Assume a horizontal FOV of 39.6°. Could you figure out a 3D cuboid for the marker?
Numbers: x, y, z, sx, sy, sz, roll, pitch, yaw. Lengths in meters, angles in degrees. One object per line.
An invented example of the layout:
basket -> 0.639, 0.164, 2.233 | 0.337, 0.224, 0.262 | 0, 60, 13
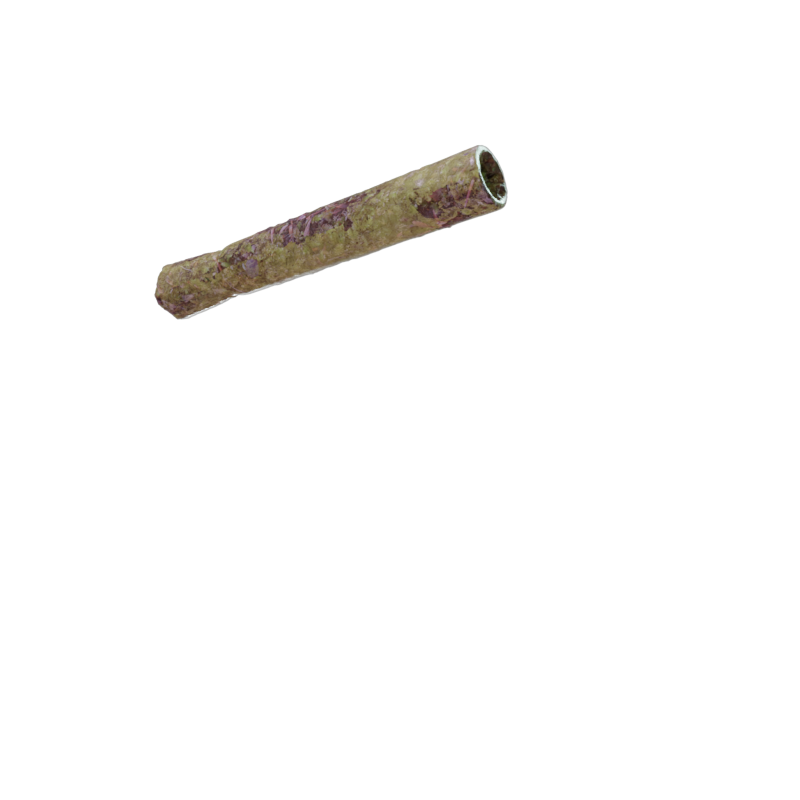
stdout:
marker -> -0.026, -0.048, 0.333 | 0.122, 0.020, 0.019 | -15, -4, 30
